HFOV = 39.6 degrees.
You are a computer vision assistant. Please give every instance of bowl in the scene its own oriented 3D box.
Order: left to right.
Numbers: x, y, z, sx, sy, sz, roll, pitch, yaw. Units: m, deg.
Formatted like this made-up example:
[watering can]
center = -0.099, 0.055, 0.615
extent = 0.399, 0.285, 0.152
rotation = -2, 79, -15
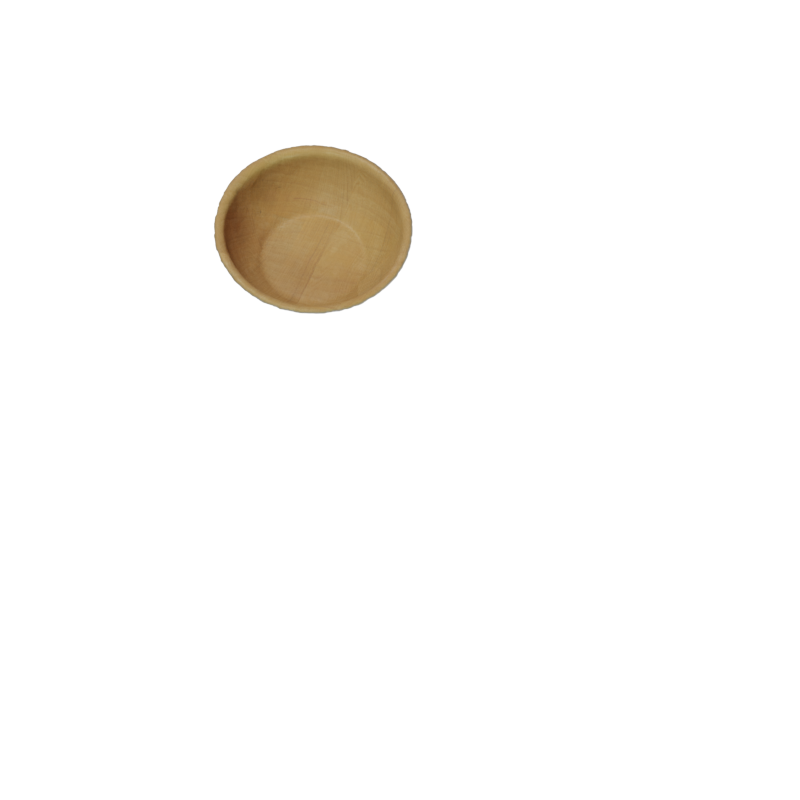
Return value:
[bowl]
center = -0.072, -0.131, 0.920
extent = 0.162, 0.173, 0.052
rotation = -1, -29, -1
